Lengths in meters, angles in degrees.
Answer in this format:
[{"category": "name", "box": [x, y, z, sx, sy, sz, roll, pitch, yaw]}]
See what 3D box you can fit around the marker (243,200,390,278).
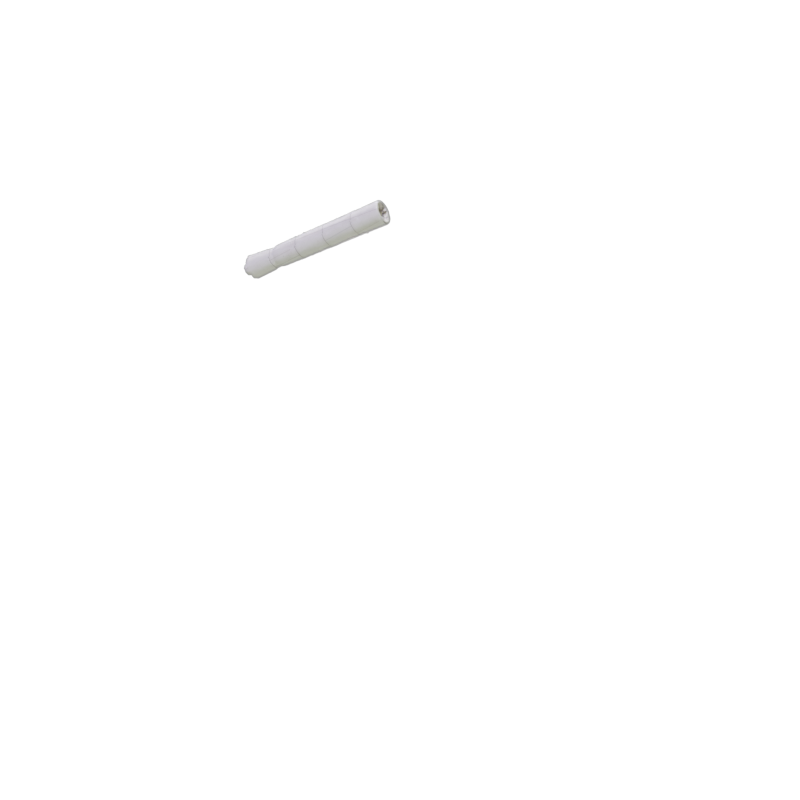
[{"category": "marker", "box": [-0.063, -0.115, 0.806, 0.122, 0.020, 0.019, -19, -5, 27]}]
